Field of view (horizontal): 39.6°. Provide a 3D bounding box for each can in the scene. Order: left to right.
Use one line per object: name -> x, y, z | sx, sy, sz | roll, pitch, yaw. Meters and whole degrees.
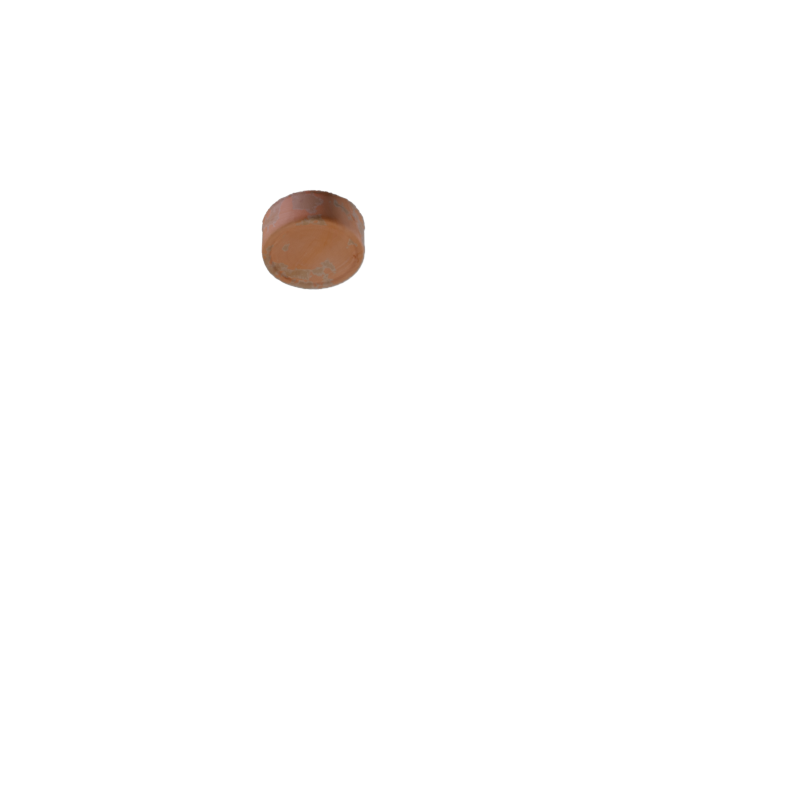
can -> -0.071, -0.130, 0.911 | 0.086, 0.036, 0.080 | 1, -40, -2
